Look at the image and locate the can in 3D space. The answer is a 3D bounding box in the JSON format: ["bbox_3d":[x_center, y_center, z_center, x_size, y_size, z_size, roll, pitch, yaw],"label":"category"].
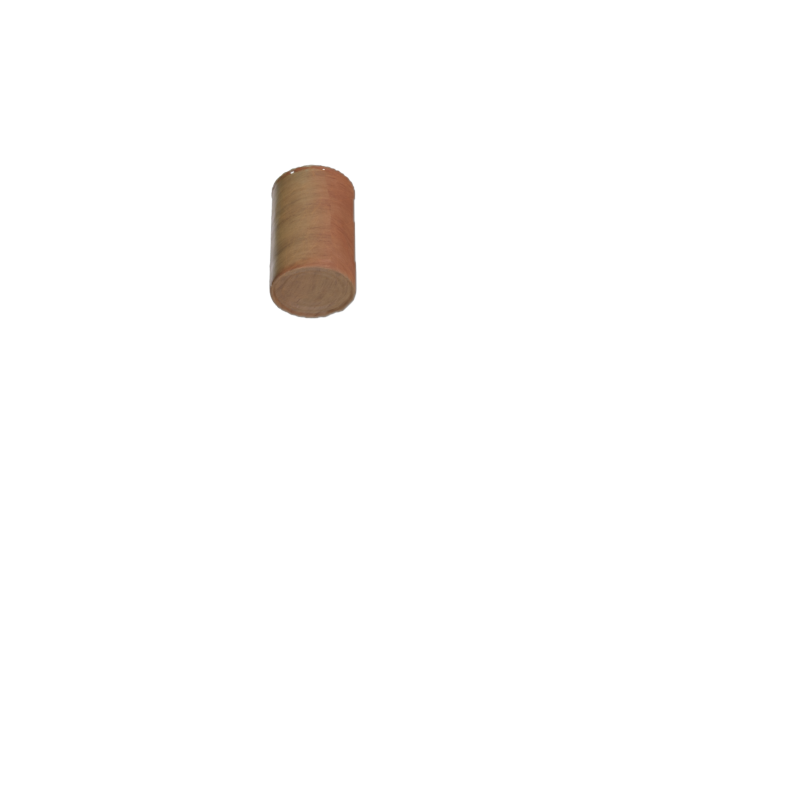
[{"bbox_3d":[-0.068,-0.123,0.864,0.068,0.110,0.064,-1,-36,-3],"label":"can"}]
